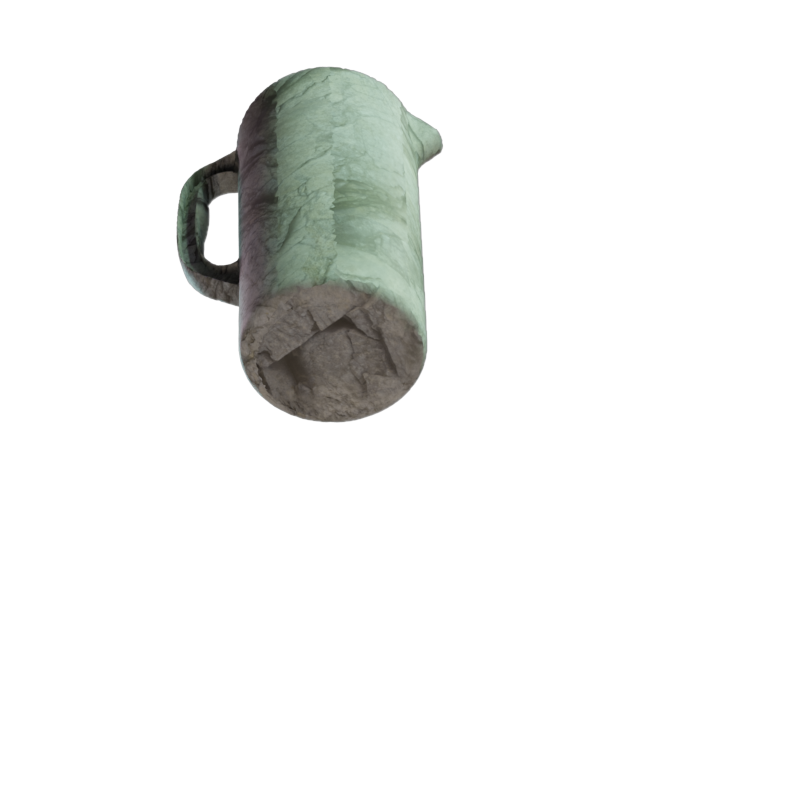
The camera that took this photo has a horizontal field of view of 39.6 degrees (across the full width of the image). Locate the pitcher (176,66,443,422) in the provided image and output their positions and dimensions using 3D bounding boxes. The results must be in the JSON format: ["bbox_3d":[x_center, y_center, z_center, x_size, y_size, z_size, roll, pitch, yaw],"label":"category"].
[{"bbox_3d":[-0.057,-0.103,0.722,0.138,0.260,0.146,28,-57,-24],"label":"pitcher"}]
